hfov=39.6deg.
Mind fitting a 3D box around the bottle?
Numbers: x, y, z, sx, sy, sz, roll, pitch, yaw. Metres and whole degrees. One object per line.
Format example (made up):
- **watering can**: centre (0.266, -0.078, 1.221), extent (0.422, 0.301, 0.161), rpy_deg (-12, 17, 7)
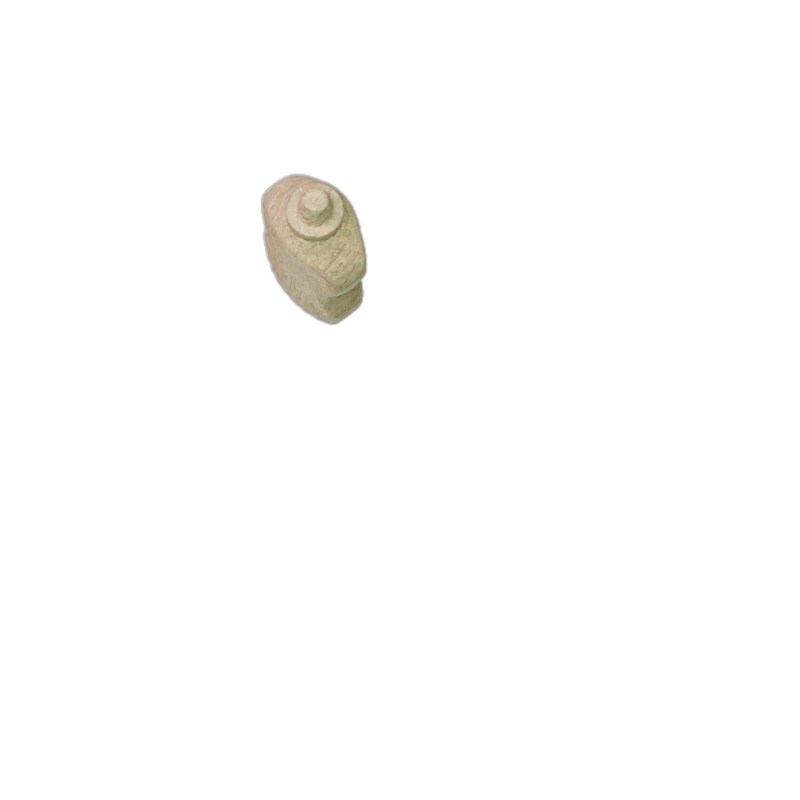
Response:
- **bottle**: centre (-0.066, -0.121, 0.844), extent (0.058, 0.099, 0.186), rpy_deg (-36, -7, -9)
